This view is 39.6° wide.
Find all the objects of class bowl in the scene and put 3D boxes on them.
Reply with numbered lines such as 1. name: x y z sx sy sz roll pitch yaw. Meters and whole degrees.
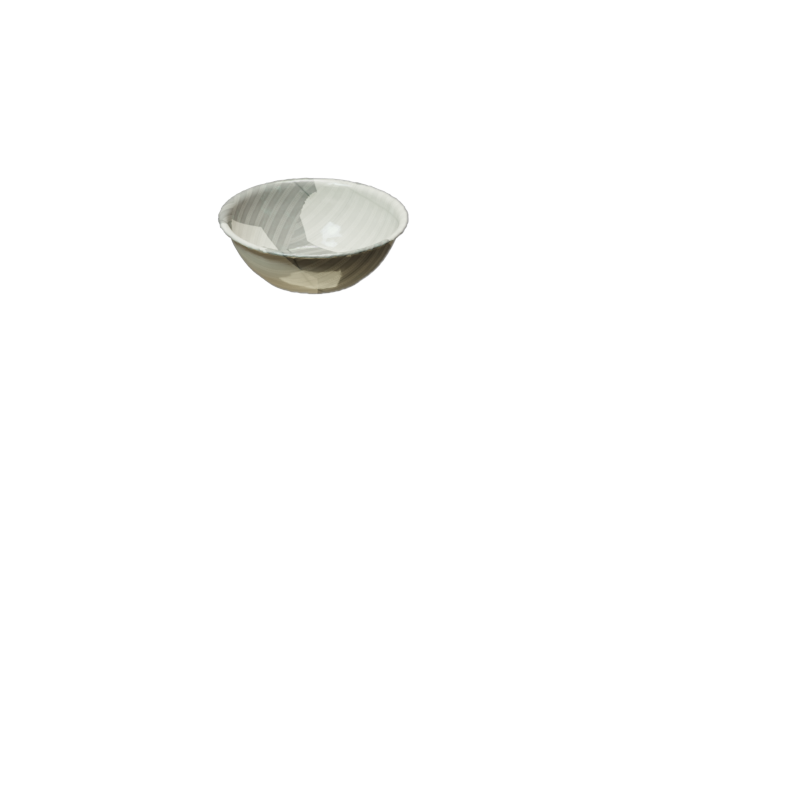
1. bowl: -0.074 -0.136 0.949 0.162 0.052 0.172 -1 31 -2
